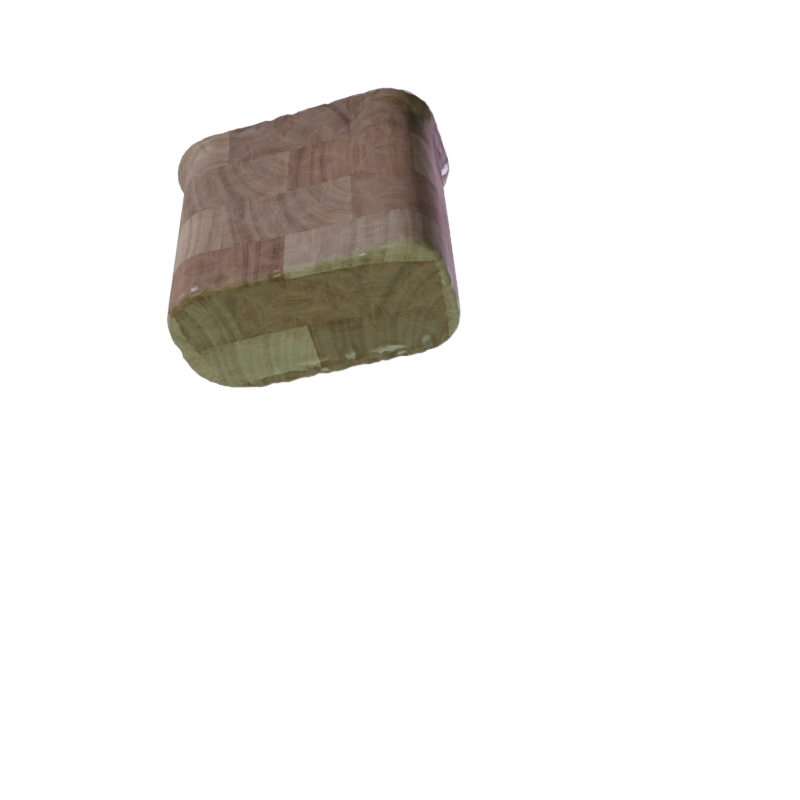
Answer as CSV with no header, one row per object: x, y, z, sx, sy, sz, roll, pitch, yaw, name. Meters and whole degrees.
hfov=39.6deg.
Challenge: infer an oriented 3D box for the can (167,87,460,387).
-0.031,-0.057,0.397,0.103,0.090,0.053,-13,-45,11,can
